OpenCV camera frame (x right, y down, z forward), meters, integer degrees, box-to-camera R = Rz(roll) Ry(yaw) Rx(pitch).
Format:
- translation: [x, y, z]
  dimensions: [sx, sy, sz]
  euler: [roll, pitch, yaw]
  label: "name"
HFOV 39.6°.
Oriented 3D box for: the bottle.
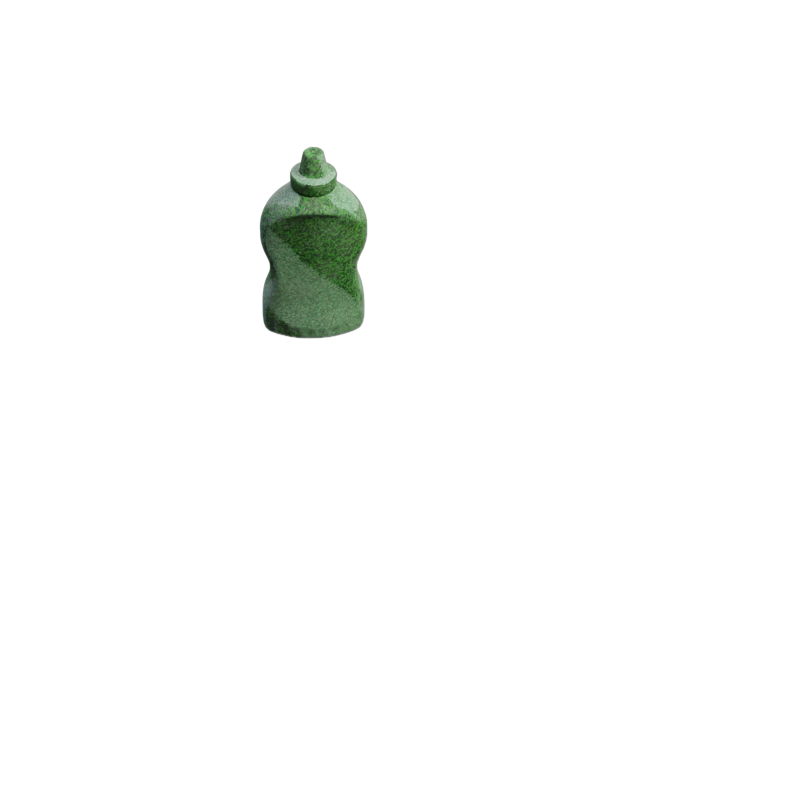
- translation: [-0.078, -0.143, 1.000]
  dimensions: [0.096, 0.179, 0.063]
  euler: [0, 41, -3]
  label: "bottle"
